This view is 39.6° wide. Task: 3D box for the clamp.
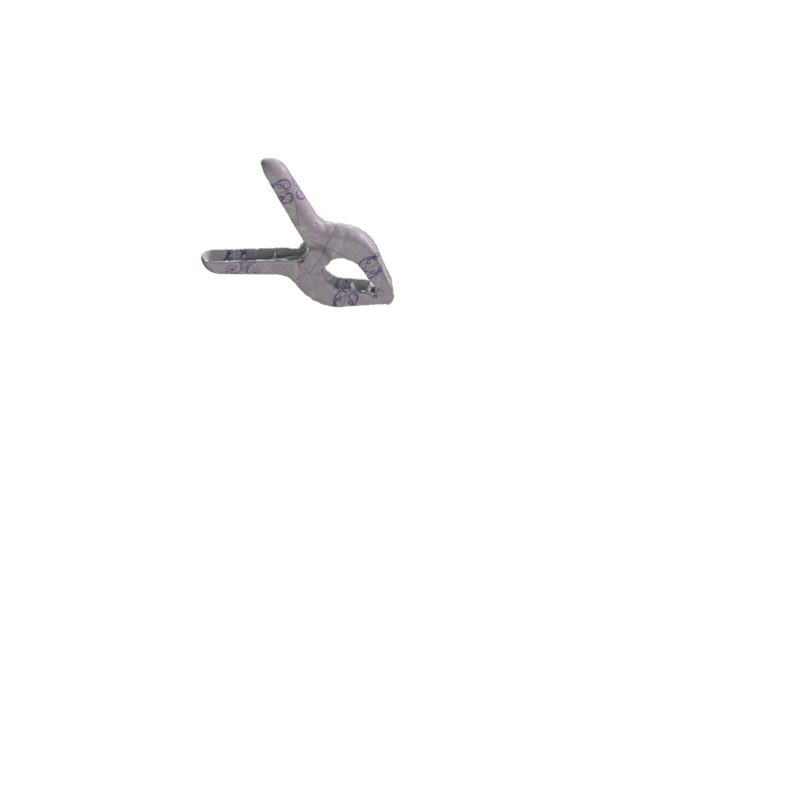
[{"bbox_3d":[-0.076,-0.138,0.965,0.167,0.115,0.042,18,36,-14],"label":"clamp"}]
